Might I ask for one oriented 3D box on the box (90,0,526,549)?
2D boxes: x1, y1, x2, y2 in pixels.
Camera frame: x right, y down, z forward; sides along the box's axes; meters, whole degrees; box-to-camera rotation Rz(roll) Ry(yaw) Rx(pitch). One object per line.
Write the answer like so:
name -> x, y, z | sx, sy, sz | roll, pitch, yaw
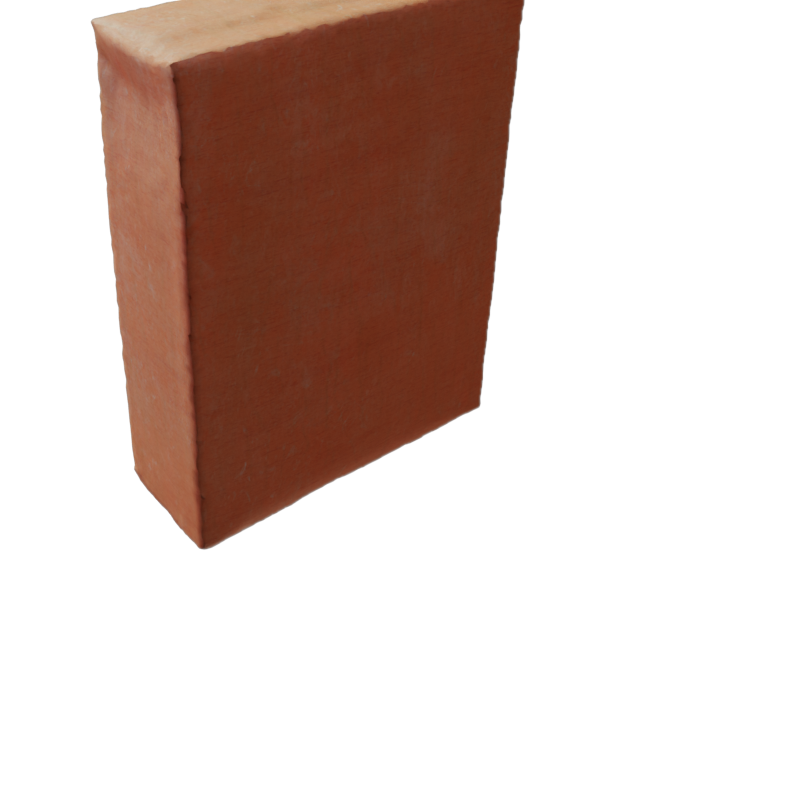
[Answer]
box -> -0.037, -0.067, 0.468 | 0.163, 0.201, 0.077 | -23, 40, -34
